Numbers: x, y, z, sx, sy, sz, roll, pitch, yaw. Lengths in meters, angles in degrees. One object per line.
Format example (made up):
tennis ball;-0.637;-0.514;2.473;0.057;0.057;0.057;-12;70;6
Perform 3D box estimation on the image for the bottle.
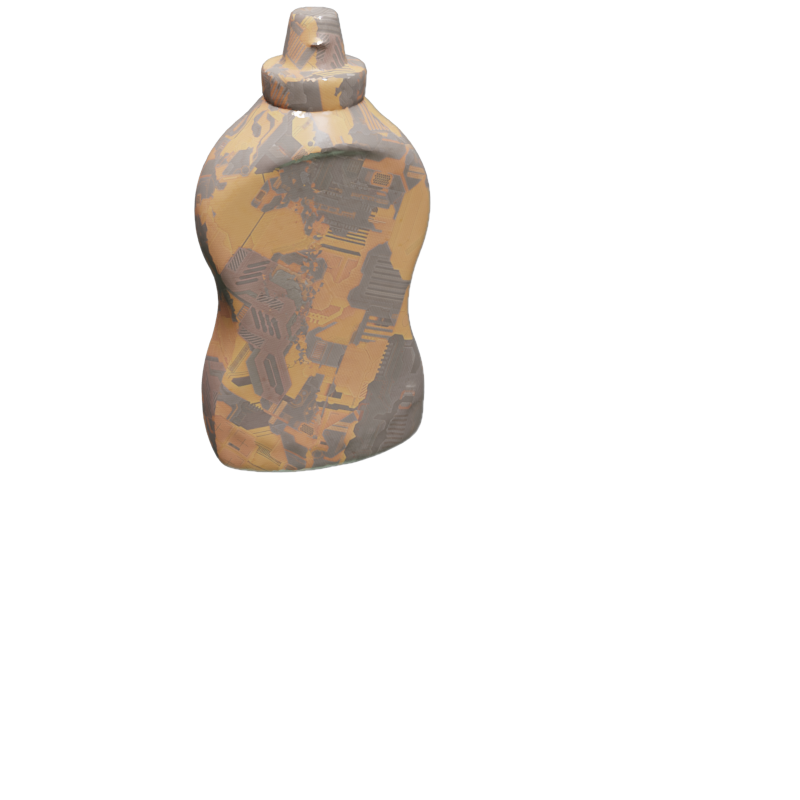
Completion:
bottle;-0.036;-0.065;0.457;0.094;0.181;0.062;-6;27;-15
